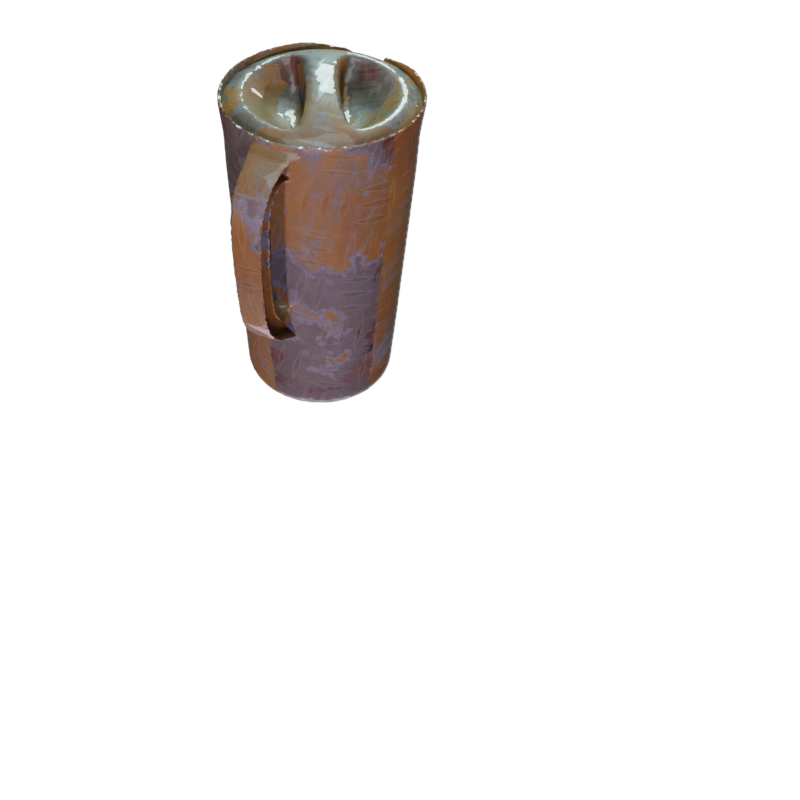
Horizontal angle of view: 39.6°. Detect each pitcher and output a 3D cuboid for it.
[{"bbox_3d":[-0.060,-0.109,0.767,0.147,0.227,0.157,-14,44,-18],"label":"pitcher"}]
